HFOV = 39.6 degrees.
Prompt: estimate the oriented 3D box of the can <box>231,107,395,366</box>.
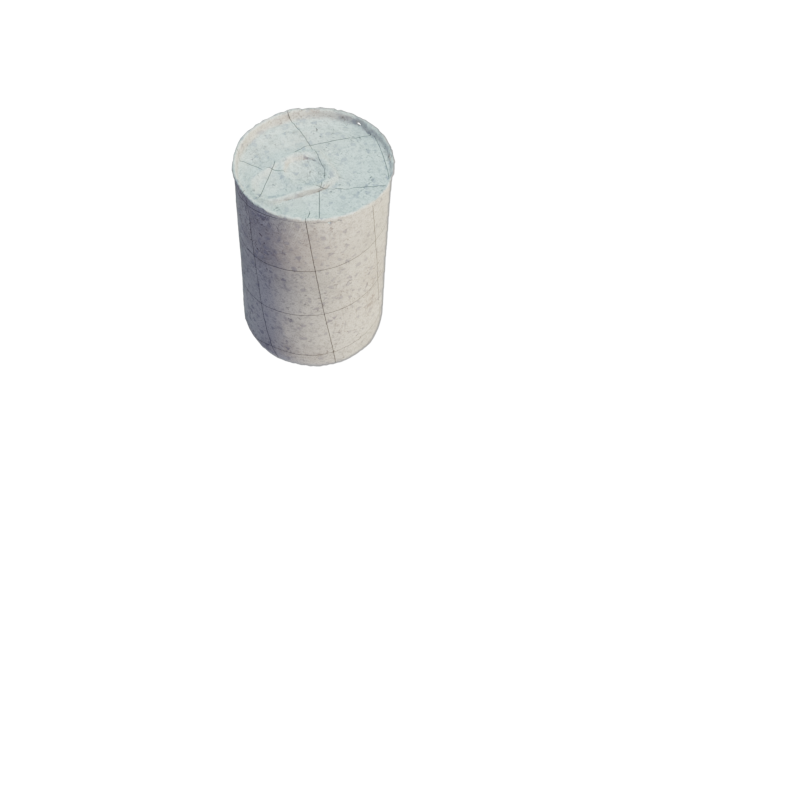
[{"bbox_3d":[-0.039,-0.071,0.498,0.068,0.073,0.095,0,-38,-3],"label":"can"}]
